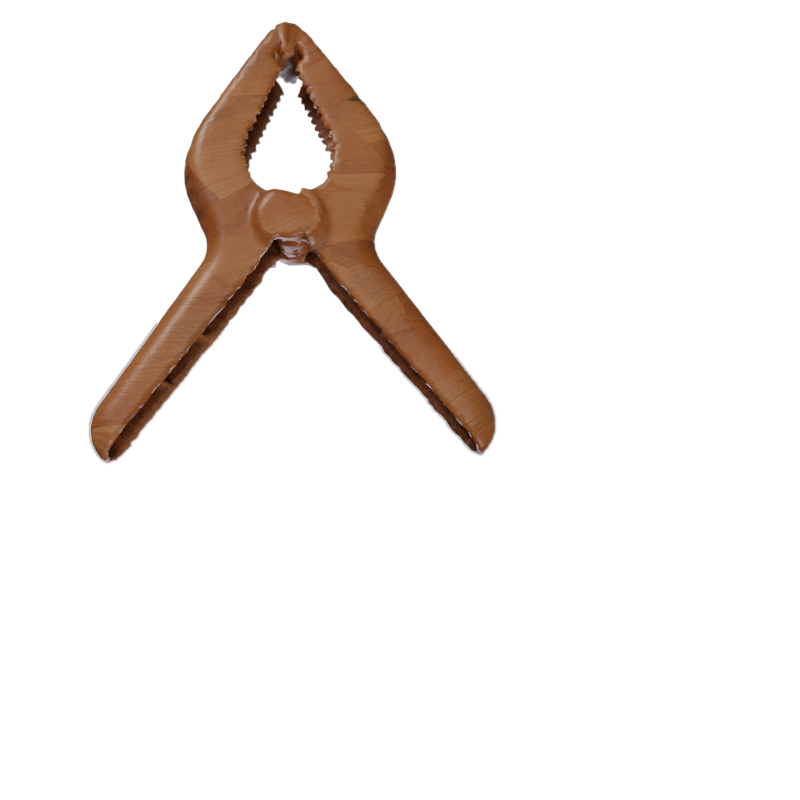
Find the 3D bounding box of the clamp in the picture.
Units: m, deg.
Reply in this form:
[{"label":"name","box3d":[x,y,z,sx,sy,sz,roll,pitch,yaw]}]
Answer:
[{"label":"clamp","box3d":[-0.038,-0.070,0.487,0.165,0.220,0.035,4,-22,2]}]
